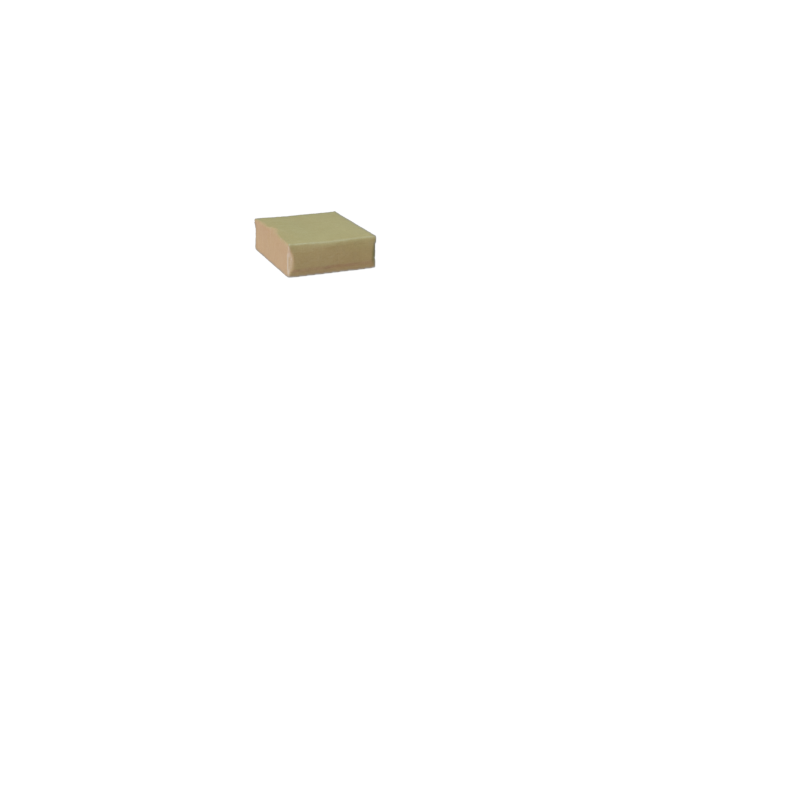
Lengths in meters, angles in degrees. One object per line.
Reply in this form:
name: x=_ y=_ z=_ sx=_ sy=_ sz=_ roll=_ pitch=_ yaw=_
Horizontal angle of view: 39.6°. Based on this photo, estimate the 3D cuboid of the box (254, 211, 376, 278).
box: x=-0.069 y=-0.127 z=0.886 sx=0.072 sy=0.029 sz=0.095 roll=-8 pitch=24 yaw=-20
